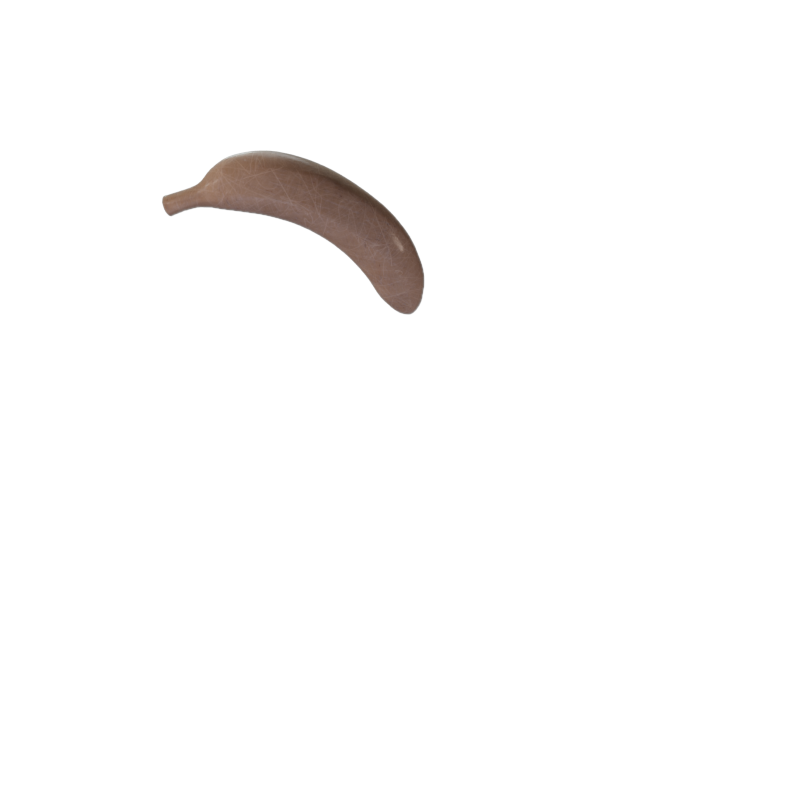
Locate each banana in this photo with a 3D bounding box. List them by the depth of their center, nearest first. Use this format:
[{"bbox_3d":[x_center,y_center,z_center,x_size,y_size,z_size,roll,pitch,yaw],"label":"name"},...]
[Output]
[{"bbox_3d":[-0.043,-0.105,0.667,0.186,0.039,0.069,22,-37,-35],"label":"banana"}]
